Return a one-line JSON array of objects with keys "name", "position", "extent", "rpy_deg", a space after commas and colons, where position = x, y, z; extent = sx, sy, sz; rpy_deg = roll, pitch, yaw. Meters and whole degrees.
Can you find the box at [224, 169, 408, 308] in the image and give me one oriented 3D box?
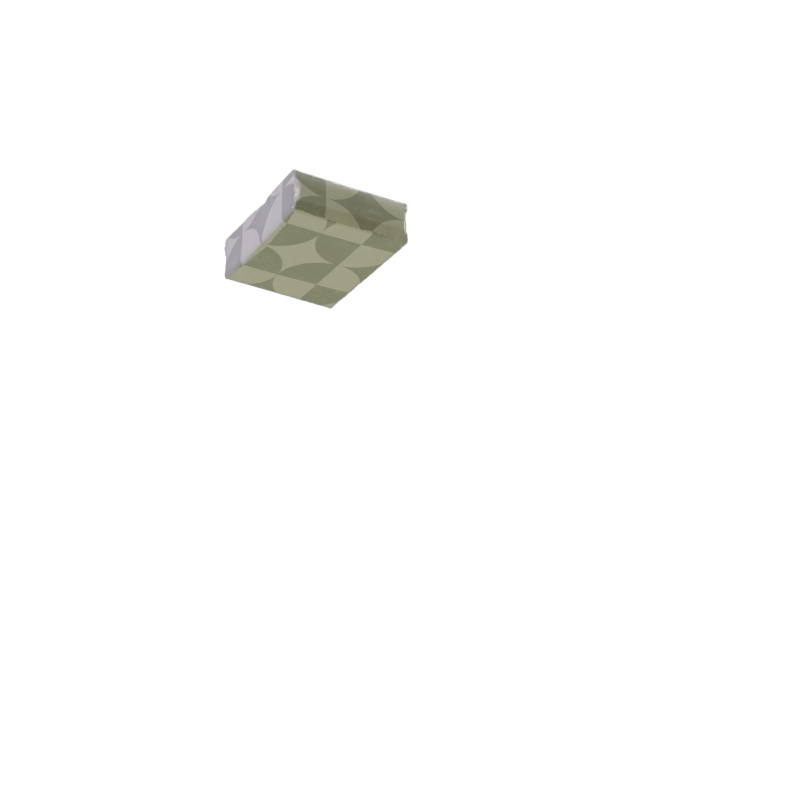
[{"name": "box", "position": [-0.050, -0.090, 0.633], "extent": [0.070, 0.032, 0.088], "rpy_deg": [14, -29, -28]}]
